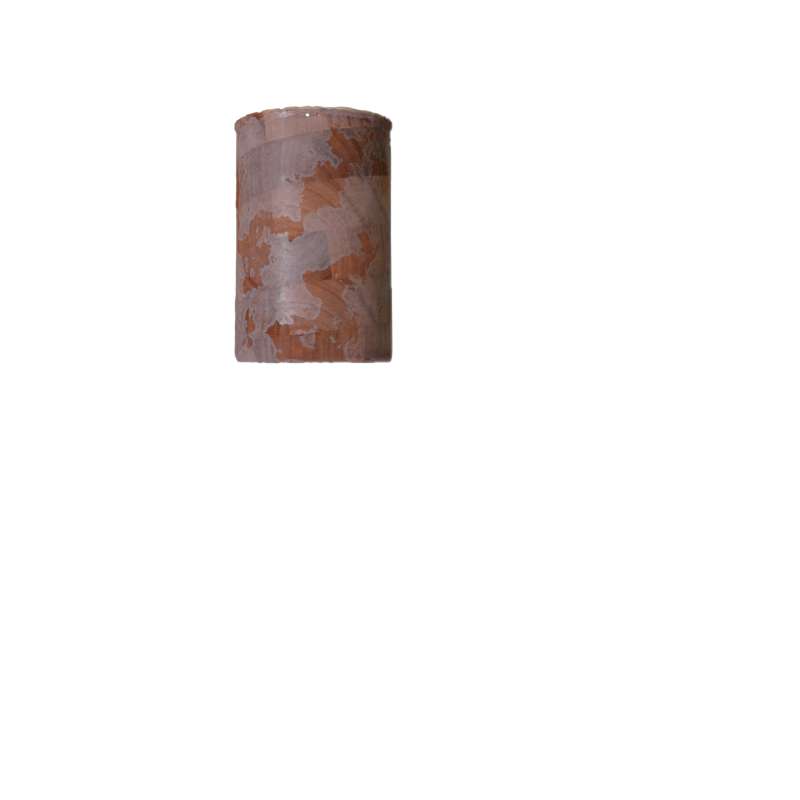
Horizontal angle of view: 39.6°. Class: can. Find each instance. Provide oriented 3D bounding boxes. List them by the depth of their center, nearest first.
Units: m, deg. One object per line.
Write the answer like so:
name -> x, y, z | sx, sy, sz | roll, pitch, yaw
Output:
can -> -0.037, -0.067, 0.470 | 0.068, 0.104, 0.068 | 0, -4, -2
